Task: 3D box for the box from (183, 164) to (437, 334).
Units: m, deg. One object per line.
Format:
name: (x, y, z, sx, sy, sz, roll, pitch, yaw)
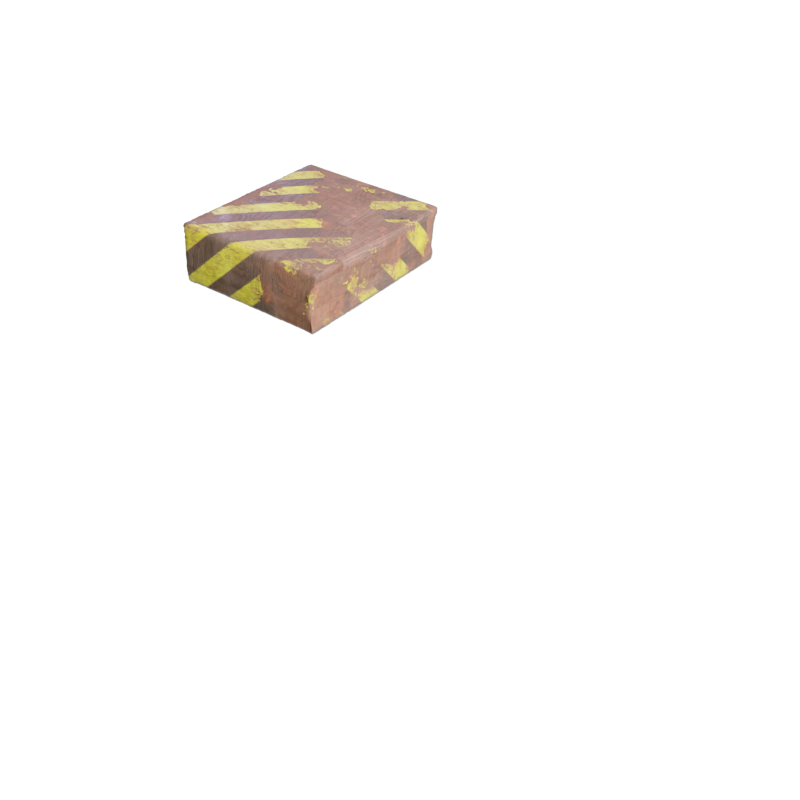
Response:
box: (-0.047, -0.086, 0.602, 0.095, 0.036, 0.114, 21, 39, 29)
